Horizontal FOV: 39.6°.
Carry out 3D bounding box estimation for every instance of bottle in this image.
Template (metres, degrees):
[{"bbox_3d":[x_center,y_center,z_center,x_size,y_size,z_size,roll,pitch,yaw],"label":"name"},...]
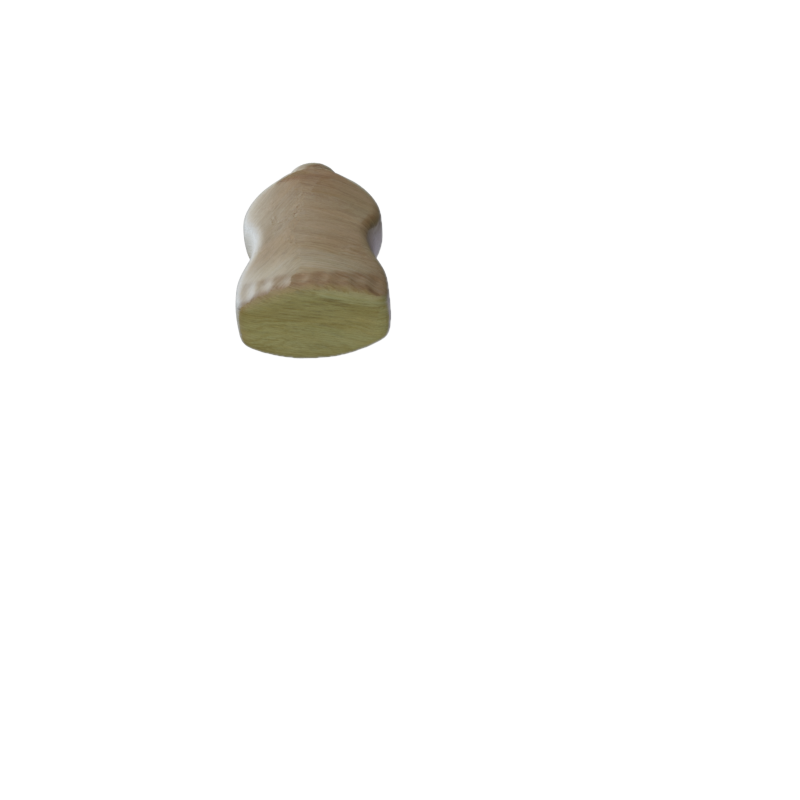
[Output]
[{"bbox_3d":[-0.059,-0.109,0.758,0.096,0.054,0.205,-6,38,1],"label":"bottle"}]
